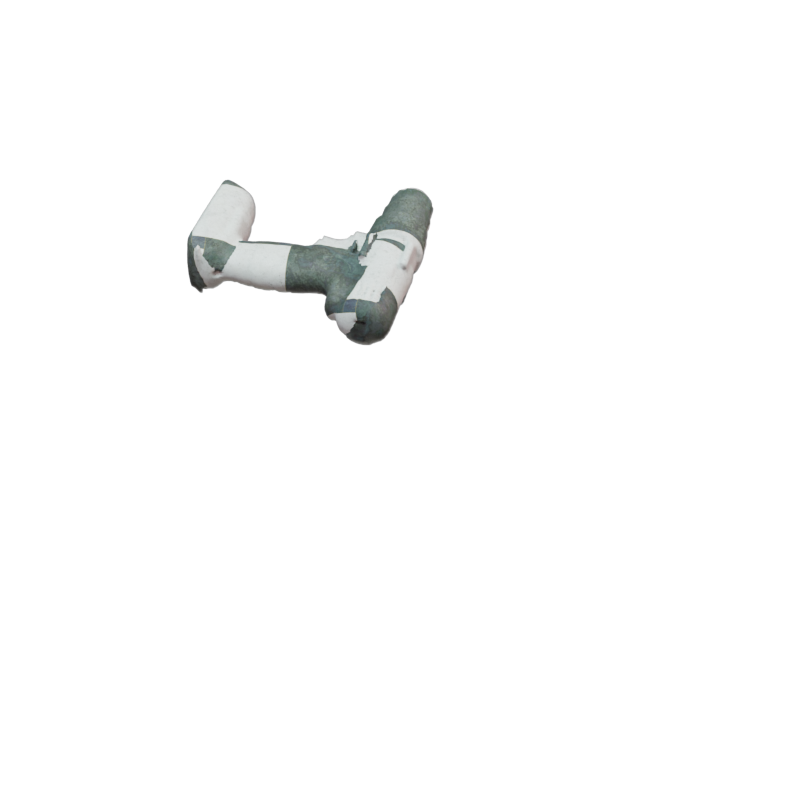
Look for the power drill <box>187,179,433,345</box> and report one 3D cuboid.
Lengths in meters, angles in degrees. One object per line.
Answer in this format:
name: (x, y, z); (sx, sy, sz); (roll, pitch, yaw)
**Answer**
power drill: (-0.074, -0.135, 0.945); (0.192, 0.053, 0.193); (11, 43, 12)
